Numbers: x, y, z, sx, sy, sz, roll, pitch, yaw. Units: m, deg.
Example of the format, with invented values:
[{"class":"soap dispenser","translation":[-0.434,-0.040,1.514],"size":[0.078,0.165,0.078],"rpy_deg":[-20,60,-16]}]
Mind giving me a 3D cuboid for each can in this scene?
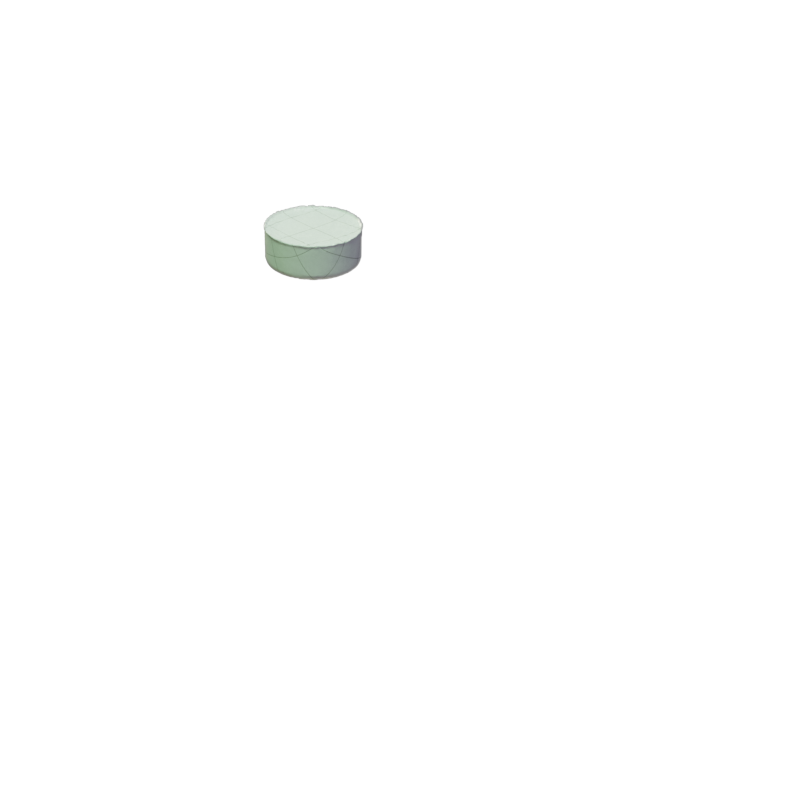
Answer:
[{"class":"can","translation":[-0.075,-0.138,0.963],"size":[0.086,0.032,0.091],"rpy_deg":[-1,31,-2]}]
